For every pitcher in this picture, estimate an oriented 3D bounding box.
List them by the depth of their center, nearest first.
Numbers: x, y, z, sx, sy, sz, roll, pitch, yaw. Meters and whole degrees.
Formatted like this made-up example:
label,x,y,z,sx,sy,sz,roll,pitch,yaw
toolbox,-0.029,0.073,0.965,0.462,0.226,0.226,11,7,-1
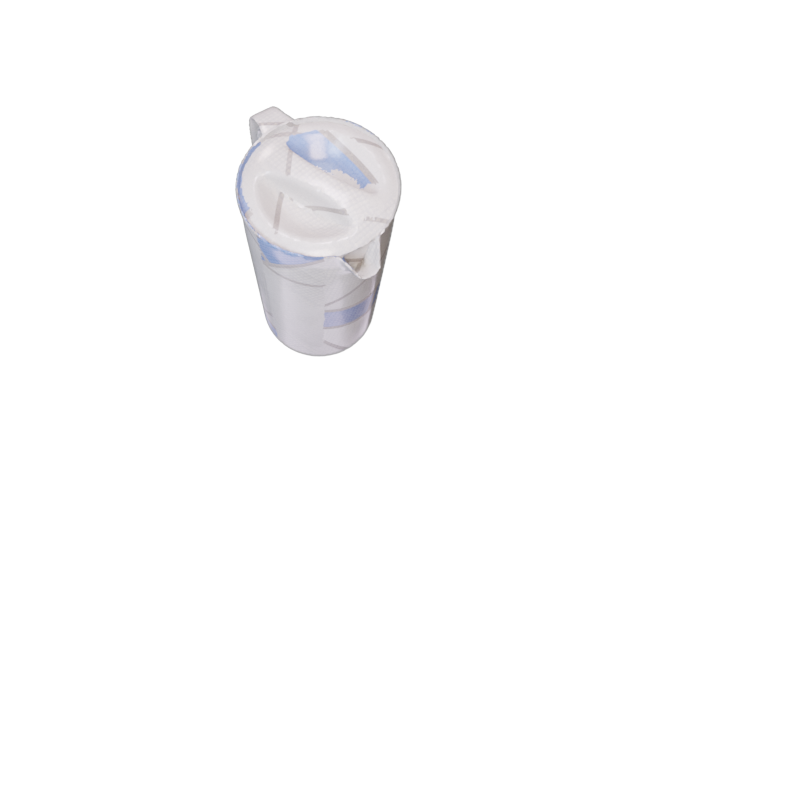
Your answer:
label,x,y,z,sx,sy,sz,roll,pitch,yaw
pitcher,-0.077,-0.141,0.989,0.146,0.156,0.230,13,-23,2
